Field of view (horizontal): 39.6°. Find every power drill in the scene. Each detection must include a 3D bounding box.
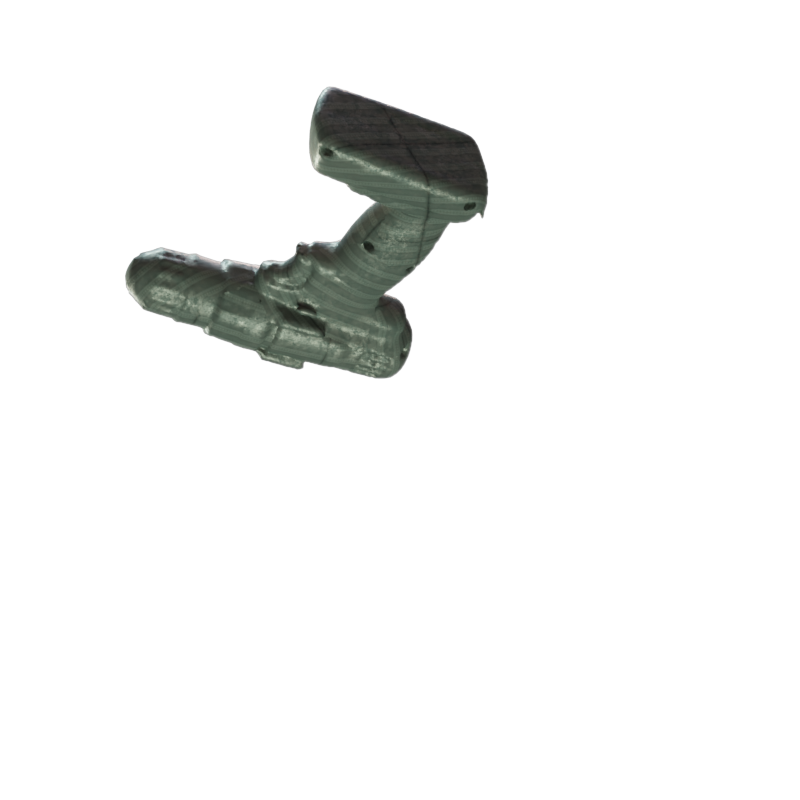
[{"bbox_3d":[-0.050,-0.092,0.643,0.178,0.062,0.181,15,-40,-20],"label":"power drill"}]
